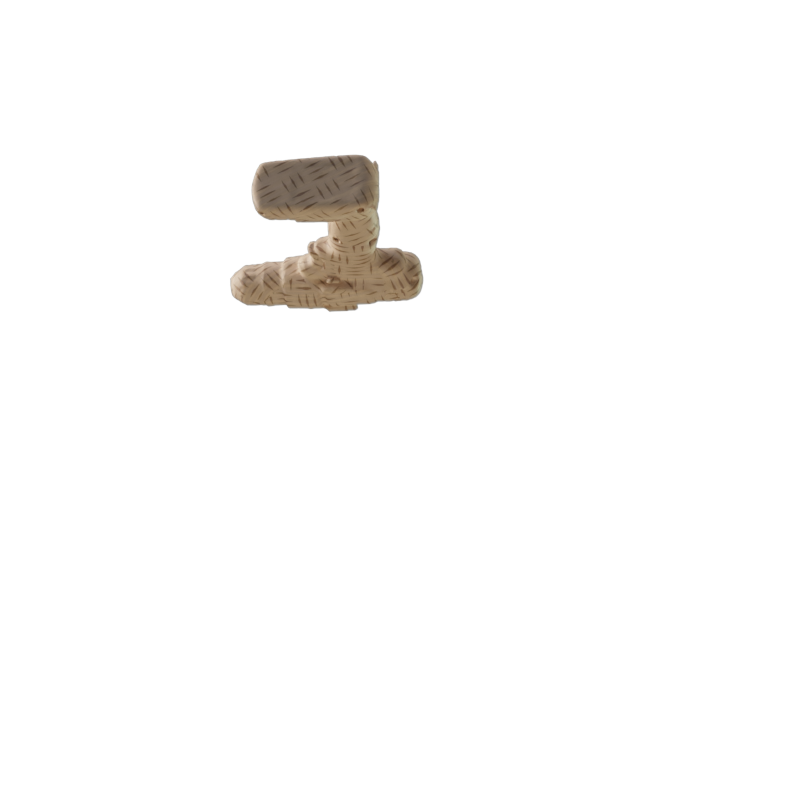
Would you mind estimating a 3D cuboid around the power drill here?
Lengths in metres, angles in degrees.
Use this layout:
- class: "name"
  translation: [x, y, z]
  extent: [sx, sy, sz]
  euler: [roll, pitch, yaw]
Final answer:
- class: "power drill"
  translation: [-0.078, -0.142, 0.996]
  extent: [0.186, 0.061, 0.175]
  euler: [-4, -26, 7]
